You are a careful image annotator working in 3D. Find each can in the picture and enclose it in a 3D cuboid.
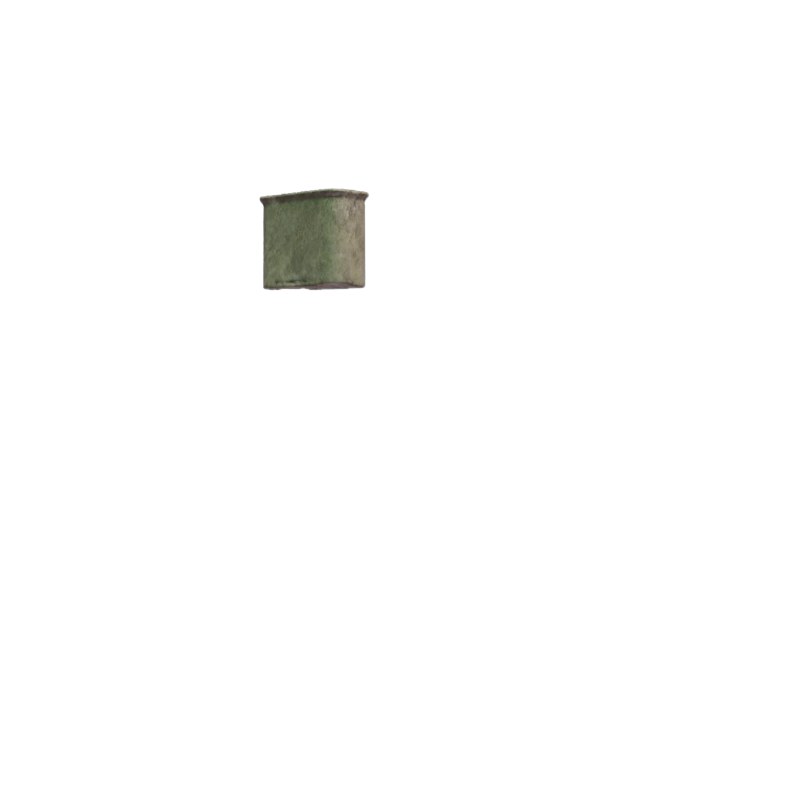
[{"bbox_3d":[-0.077,-0.141,0.986,0.106,0.085,0.055,0,-2,40],"label":"can"}]
